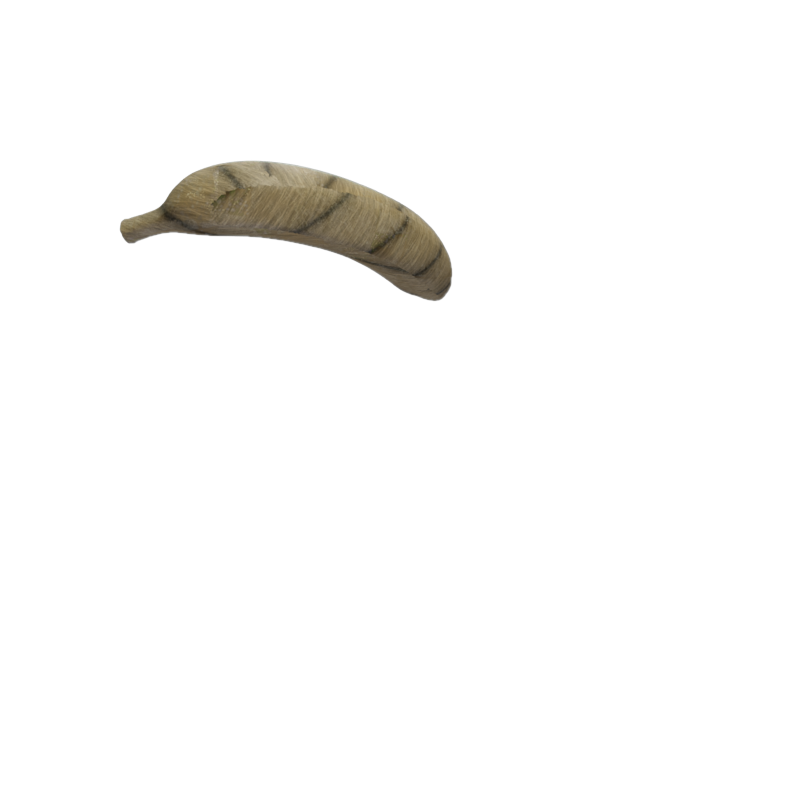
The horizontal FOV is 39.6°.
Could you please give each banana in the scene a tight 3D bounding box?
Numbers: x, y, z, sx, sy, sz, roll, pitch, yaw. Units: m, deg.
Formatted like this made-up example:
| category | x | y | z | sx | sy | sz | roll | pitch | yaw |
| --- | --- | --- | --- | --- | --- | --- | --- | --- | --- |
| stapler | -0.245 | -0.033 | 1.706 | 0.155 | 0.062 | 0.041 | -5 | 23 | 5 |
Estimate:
| category | x | y | z | sx | sy | sz | roll | pitch | yaw |
| --- | --- | --- | --- | --- | --- | --- | --- | --- | --- |
| banana | -0.036 | -0.086 | 0.555 | 0.188 | 0.038 | 0.070 | 10 | -18 | -34 |
